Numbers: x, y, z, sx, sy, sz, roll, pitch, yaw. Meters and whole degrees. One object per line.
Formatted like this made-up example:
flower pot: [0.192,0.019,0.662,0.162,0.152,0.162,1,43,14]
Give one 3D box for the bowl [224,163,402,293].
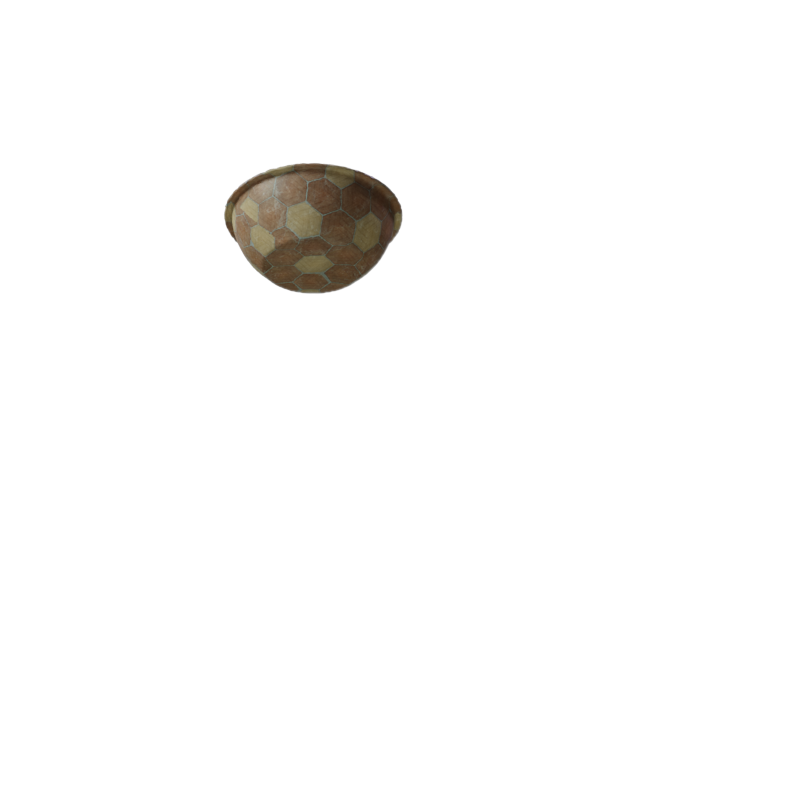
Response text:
bowl: [-0.077,-0.141,0.988,0.162,0.059,0.152,1,-29,-2]
